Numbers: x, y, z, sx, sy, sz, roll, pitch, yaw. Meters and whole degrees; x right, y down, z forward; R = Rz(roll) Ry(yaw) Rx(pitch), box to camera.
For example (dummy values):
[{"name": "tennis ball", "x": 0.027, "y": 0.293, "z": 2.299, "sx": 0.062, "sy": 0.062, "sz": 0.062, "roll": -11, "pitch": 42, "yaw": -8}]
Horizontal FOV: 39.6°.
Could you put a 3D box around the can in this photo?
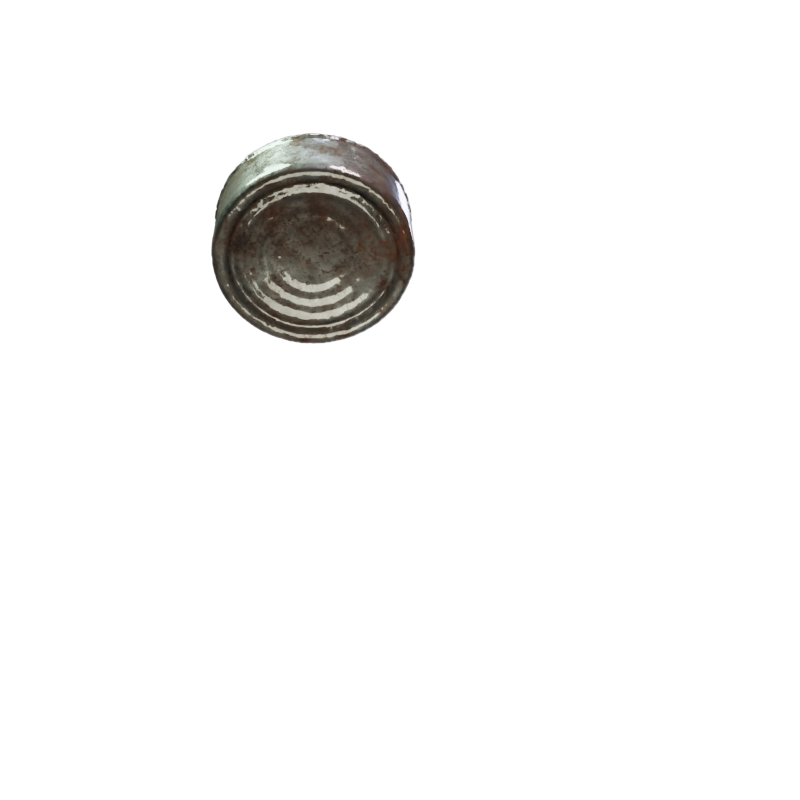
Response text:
[{"name": "can", "x": -0.037, "y": -0.067, "z": 0.469, "sx": 0.086, "sy": 0.081, "sz": 0.036, "roll": 1, "pitch": 31, "yaw": -1}]
